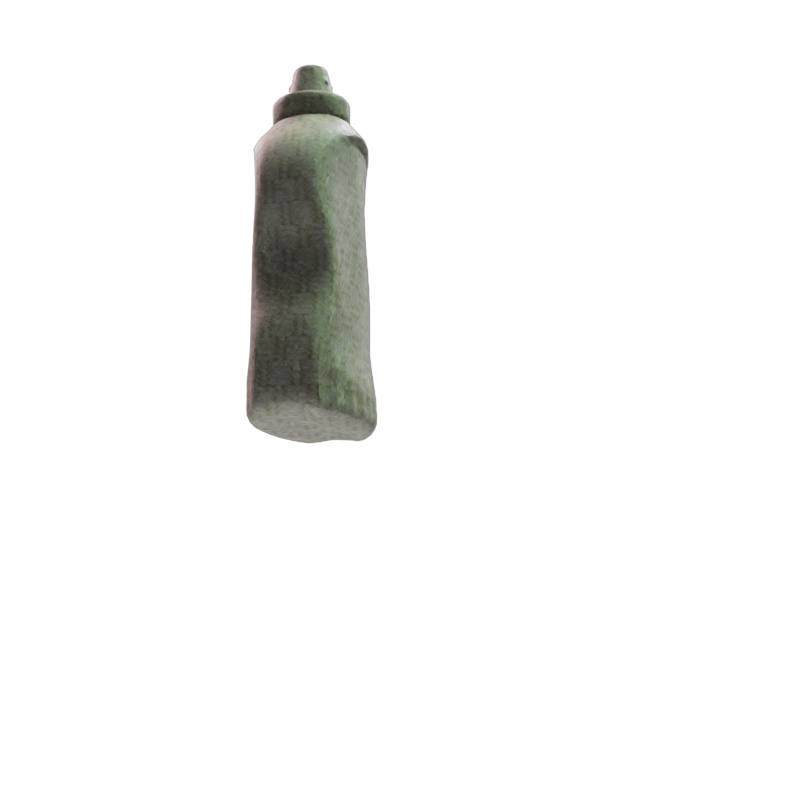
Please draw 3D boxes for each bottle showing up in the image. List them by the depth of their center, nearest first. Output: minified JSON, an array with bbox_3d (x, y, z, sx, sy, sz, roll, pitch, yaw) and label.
[{"bbox_3d":[-0.044,-0.080,0.559,0.059,0.200,0.091,-6,-17,15],"label":"bottle"}]
